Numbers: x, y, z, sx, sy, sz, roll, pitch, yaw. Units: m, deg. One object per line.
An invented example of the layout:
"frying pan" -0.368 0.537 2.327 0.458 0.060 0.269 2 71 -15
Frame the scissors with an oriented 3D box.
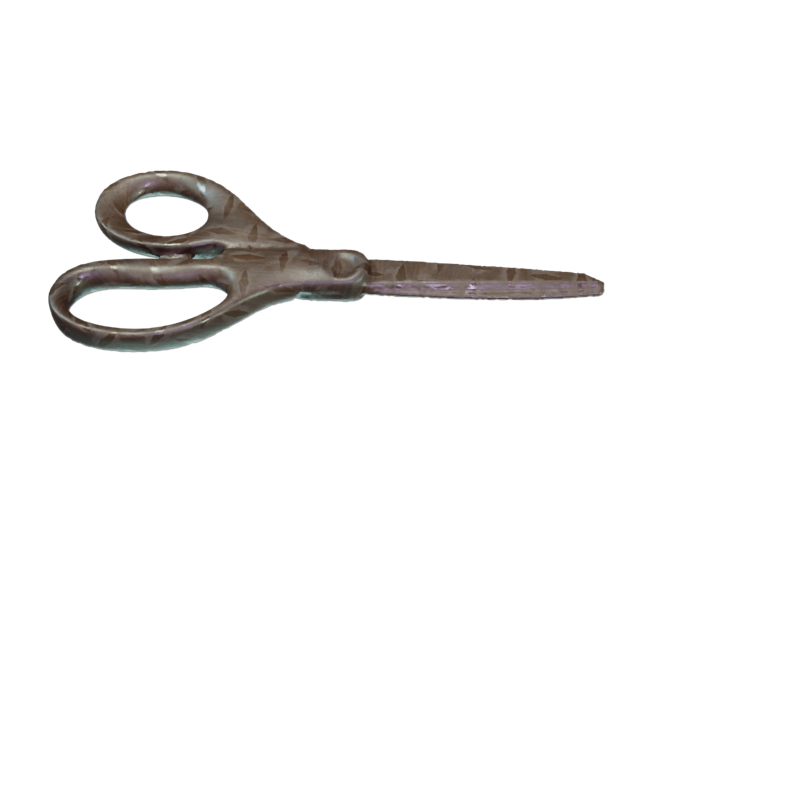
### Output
"scissors" -0.034 -0.061 0.428 0.200 0.104 0.015 -10 -40 -8
